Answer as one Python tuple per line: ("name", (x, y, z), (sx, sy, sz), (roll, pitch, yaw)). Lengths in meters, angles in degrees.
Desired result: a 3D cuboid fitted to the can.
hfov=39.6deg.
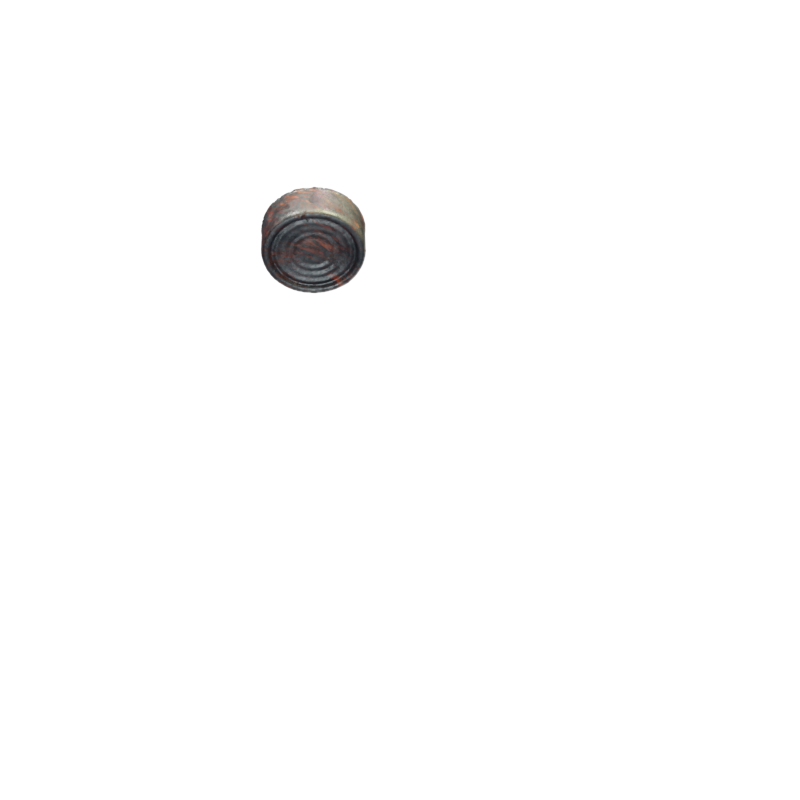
("can", (-0.070, -0.129, 0.900), (0.086, 0.080, 0.036), (1, 41, -1))
